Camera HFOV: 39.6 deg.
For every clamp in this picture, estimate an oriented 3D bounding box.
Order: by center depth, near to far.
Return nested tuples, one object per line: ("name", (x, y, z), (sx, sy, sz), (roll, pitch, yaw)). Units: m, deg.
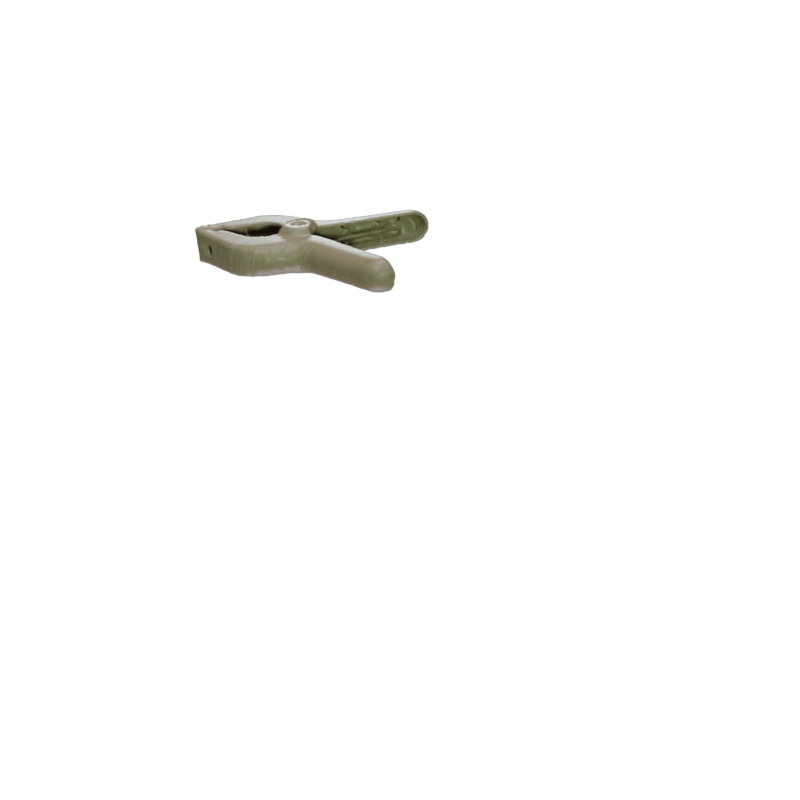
("clamp", (-0.064, -0.117, 0.817), (0.178, 0.038, 0.121), (10, 24, 23))
